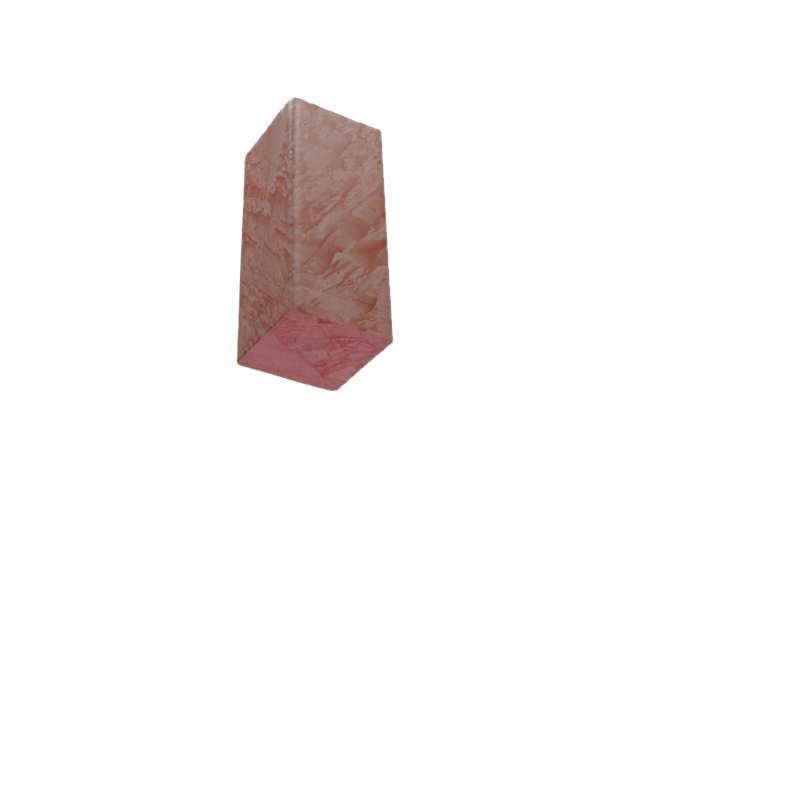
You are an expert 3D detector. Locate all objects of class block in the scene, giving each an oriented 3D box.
[{"bbox_3d":[-0.070,-0.126,0.883,0.086,0.220,0.089,17,-38,-27],"label":"block"}]
